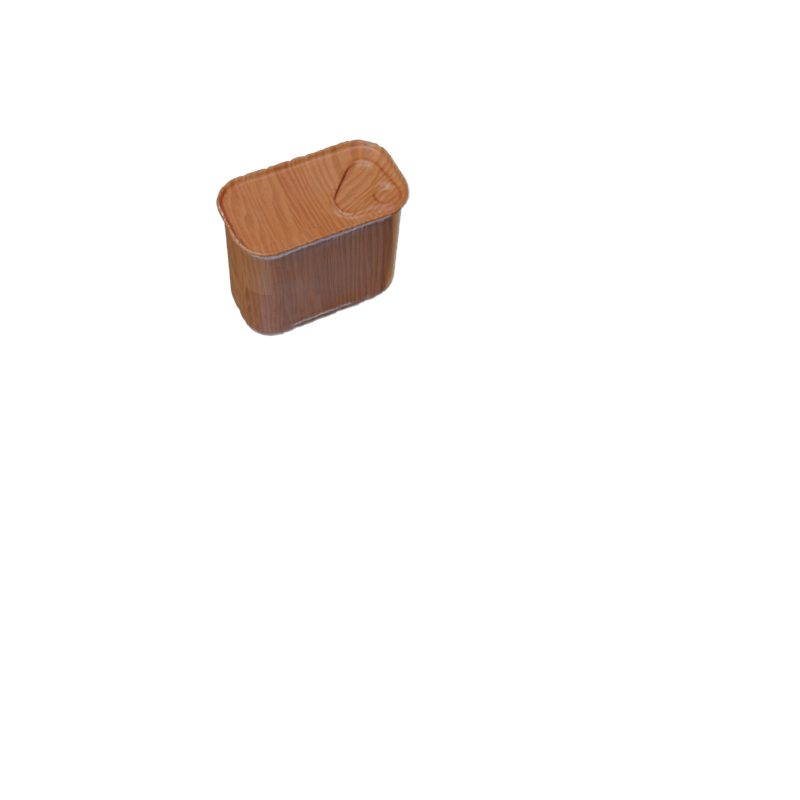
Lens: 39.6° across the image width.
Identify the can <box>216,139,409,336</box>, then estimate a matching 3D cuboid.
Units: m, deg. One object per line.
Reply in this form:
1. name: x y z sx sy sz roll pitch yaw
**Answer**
1. can: -0.049 -0.090 0.629 0.101 0.062 0.078 -21 -30 -15
